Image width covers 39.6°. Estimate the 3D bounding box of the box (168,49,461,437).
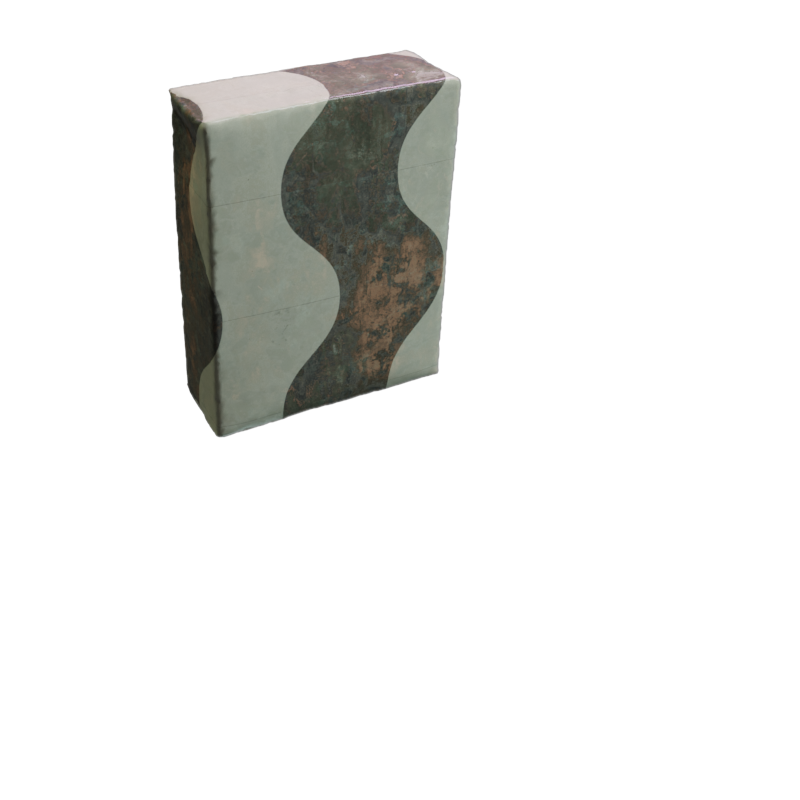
[{"bbox_3d":[-0.054,-0.099,0.693,0.162,0.201,0.077,-15,35,-24],"label":"box"}]
